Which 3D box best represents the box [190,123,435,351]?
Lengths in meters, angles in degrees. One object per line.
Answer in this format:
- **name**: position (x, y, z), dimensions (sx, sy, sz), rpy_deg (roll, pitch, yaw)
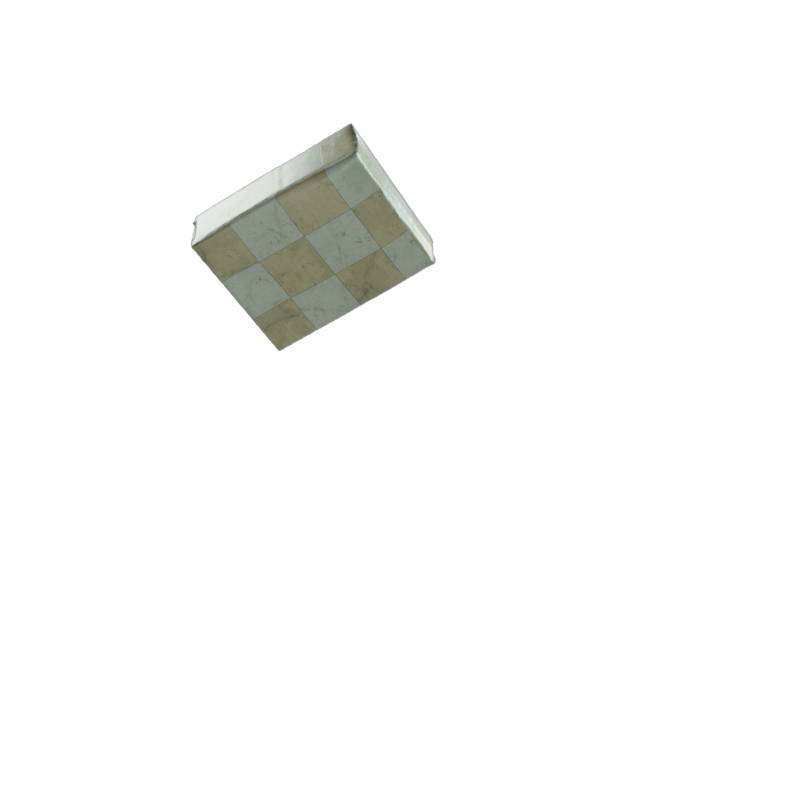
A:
- **box**: position (-0.050, -0.091, 0.639), dimensions (0.113, 0.084, 0.042), rpy_deg (-27, 31, 17)
